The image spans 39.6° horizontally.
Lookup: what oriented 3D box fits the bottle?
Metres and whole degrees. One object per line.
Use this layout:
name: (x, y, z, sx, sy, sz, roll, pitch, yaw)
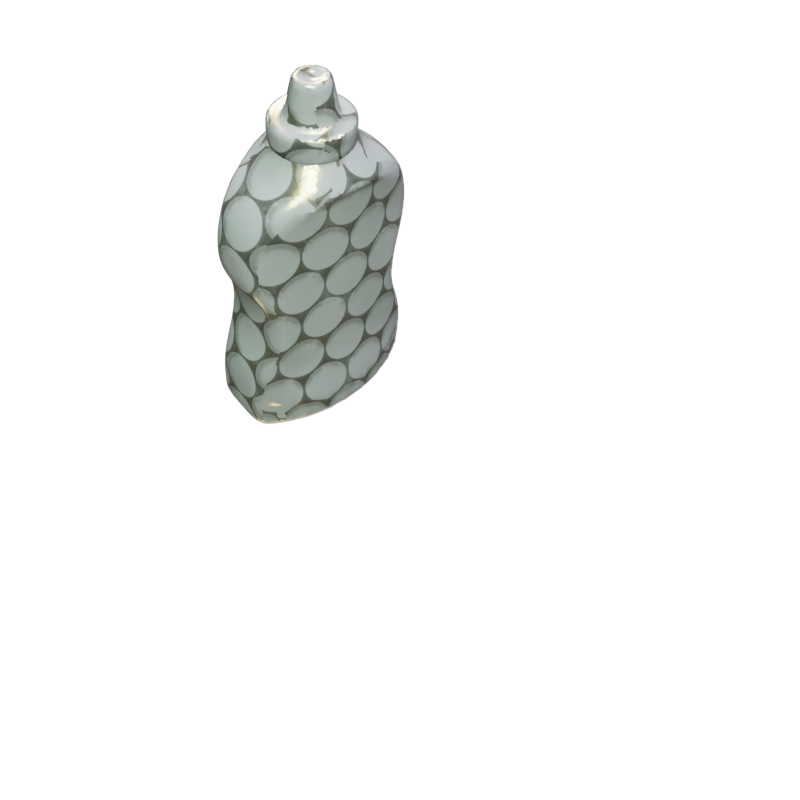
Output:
bottle: (-0.042, -0.076, 0.534, 0.096, 0.179, 0.063, -29, 55, -26)
